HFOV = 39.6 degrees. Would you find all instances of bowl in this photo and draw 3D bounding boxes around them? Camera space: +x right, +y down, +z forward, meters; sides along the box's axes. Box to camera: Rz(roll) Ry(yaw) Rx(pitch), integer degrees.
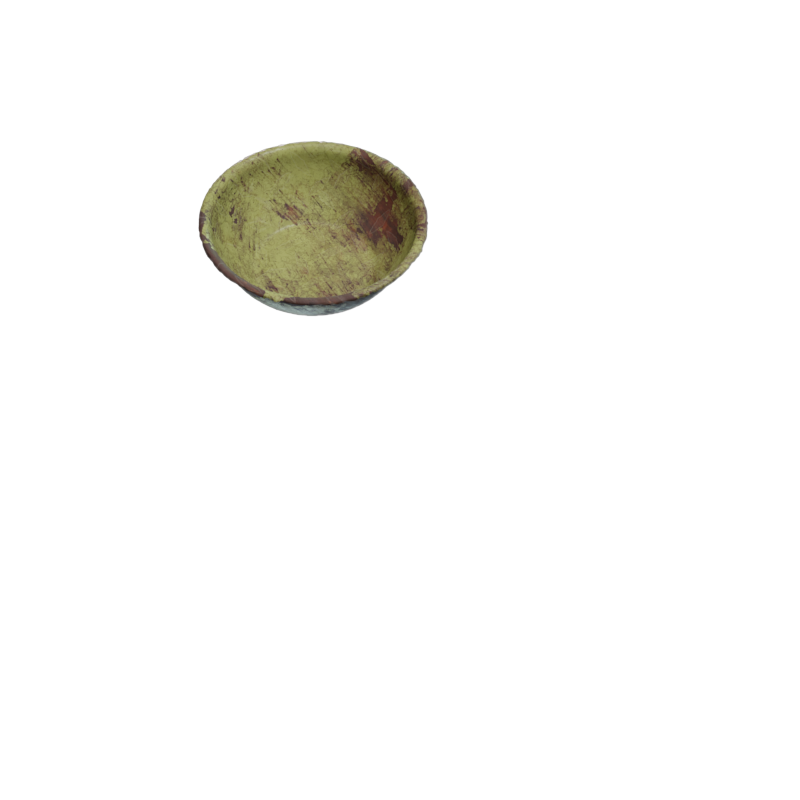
[{"bbox_3d":[-0.062,-0.114,0.798,0.162,0.174,0.051,-1,-39,-1],"label":"bowl"}]
